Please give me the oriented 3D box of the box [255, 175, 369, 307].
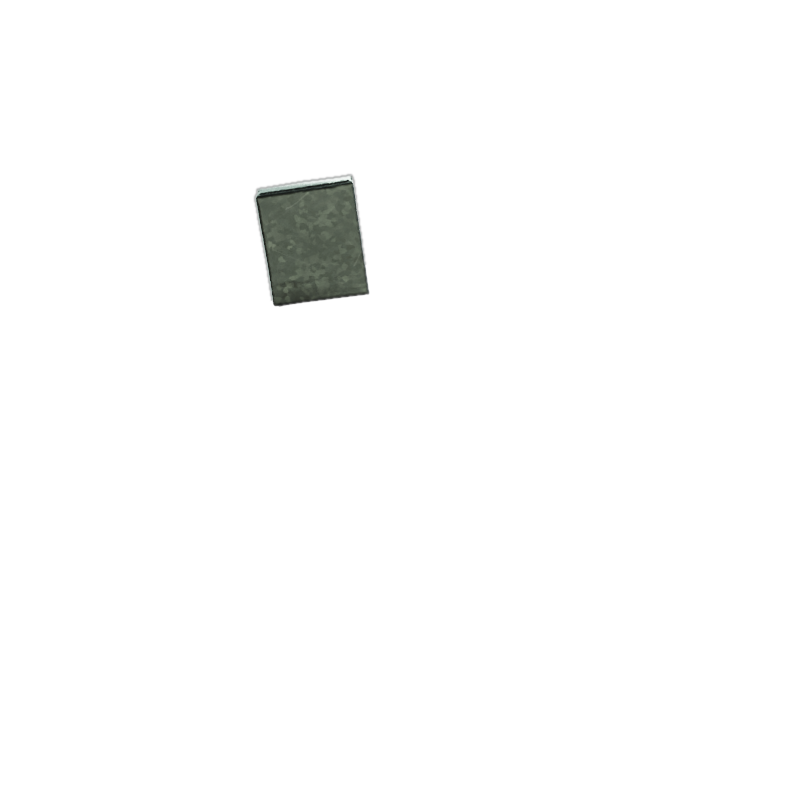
[{"bbox_3d":[-0.065,-0.118,0.828,0.073,0.086,0.031,-8,17,2],"label":"box"}]
